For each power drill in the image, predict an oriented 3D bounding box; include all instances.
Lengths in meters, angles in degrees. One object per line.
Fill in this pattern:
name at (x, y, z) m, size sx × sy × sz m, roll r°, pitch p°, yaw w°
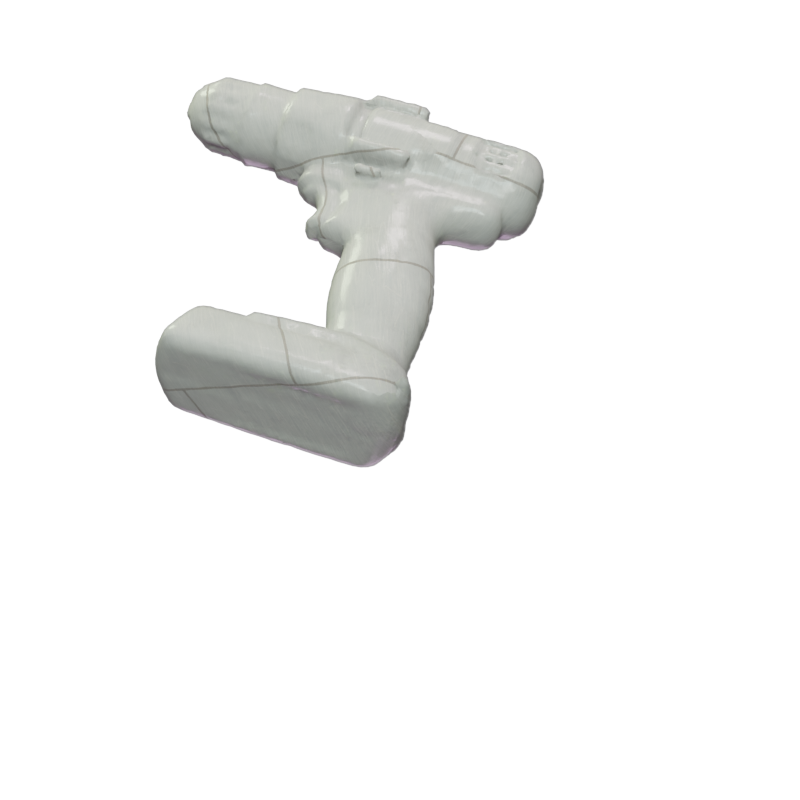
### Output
power drill at (-0.040, -0.073, 0.512) m, size 0.189 × 0.197 × 0.053 m, roll 15°, pitch -38°, yaw 11°
